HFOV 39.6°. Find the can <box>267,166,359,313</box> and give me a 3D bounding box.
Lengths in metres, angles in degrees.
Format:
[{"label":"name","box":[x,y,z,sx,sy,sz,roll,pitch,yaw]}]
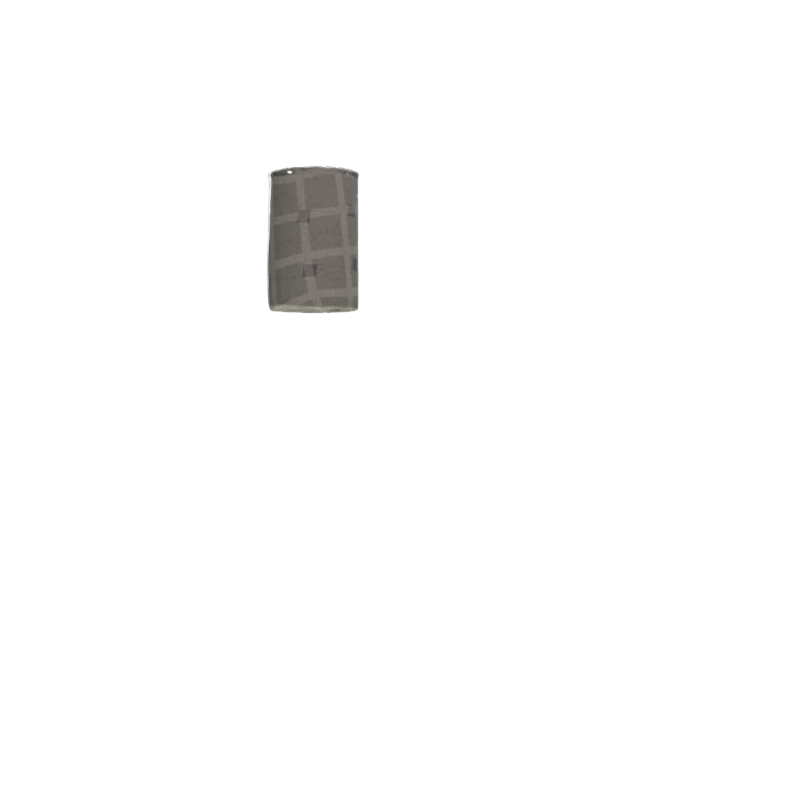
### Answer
[{"label":"can","box":[-0.064,-0.117,0.822,0.068,0.104,0.068,0,-5,-2]}]
